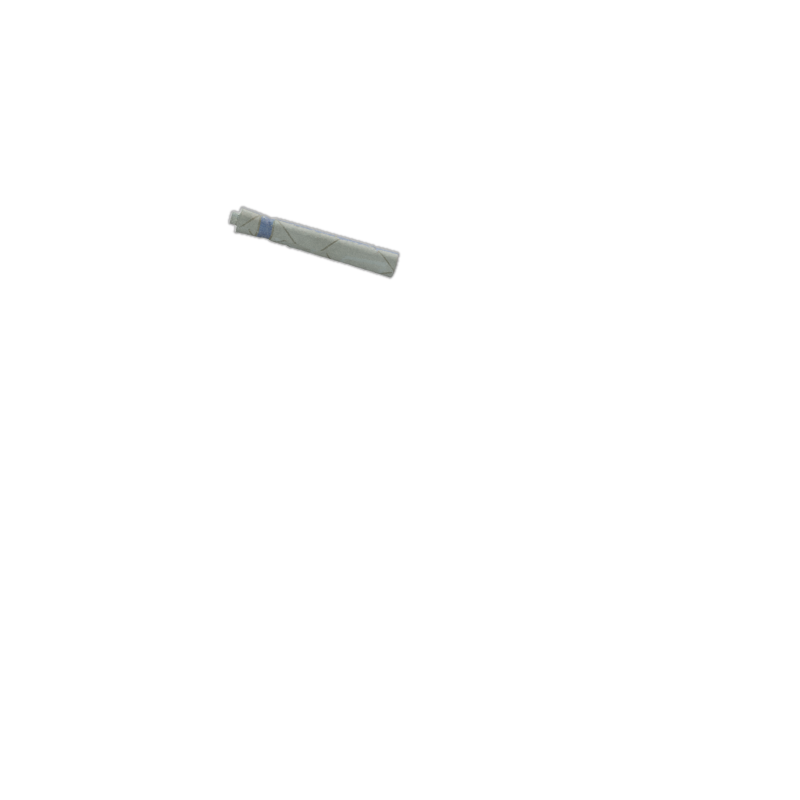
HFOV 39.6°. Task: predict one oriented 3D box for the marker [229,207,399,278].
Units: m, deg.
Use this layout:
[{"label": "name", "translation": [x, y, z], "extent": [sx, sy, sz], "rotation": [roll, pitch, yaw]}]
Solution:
[{"label": "marker", "translation": [-0.061, -0.111, 0.778], "extent": [0.120, 0.020, 0.020], "rotation": [16, 3, -2]}]
